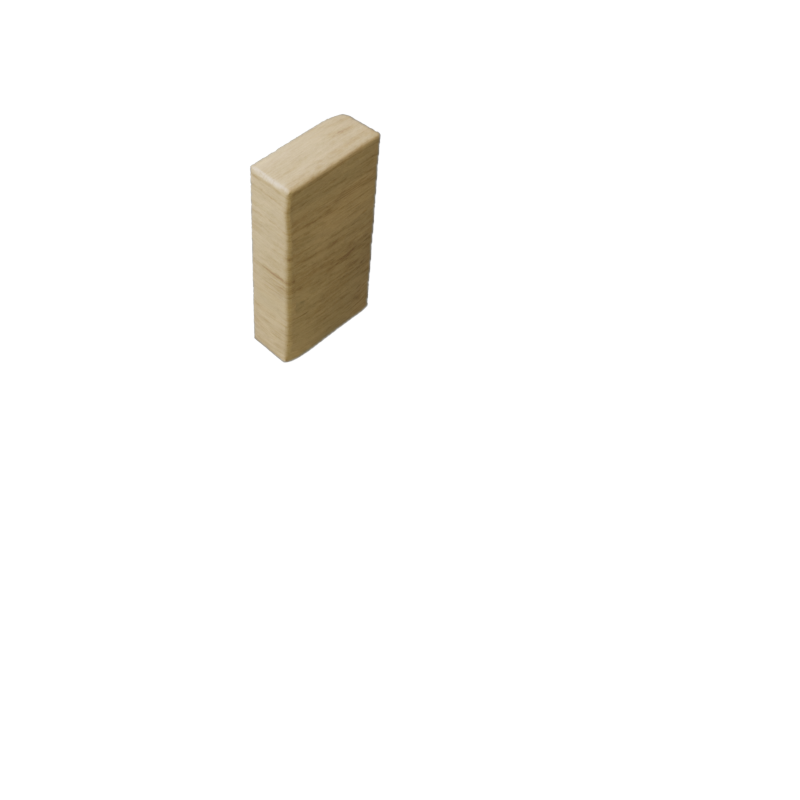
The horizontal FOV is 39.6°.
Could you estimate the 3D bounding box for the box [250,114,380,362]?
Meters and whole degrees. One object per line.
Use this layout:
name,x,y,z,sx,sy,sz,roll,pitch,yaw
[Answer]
box,-0.064,-0.116,0.813,0.051,0.164,0.094,34,53,26
